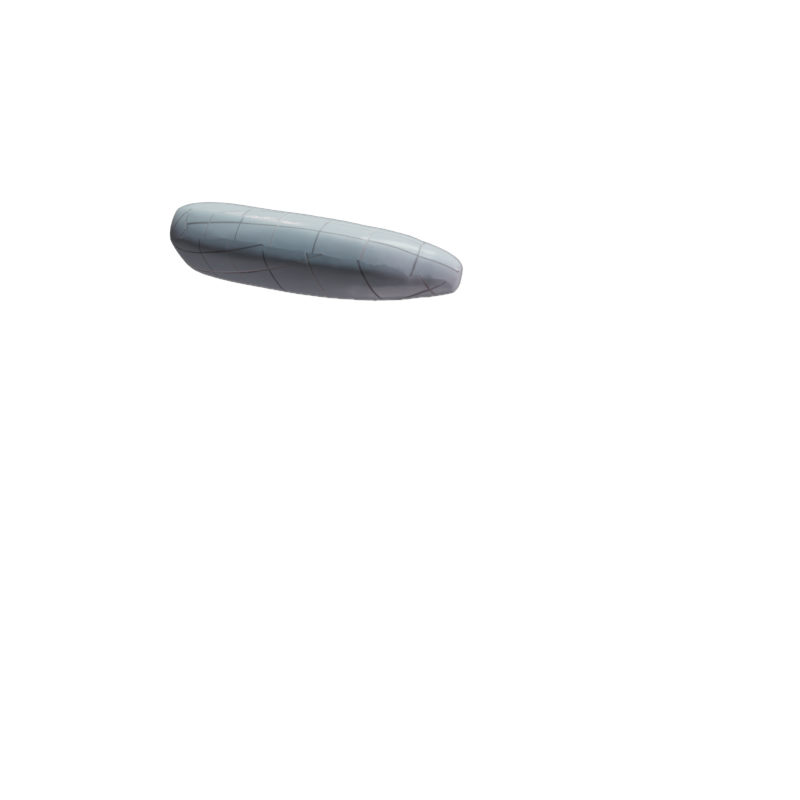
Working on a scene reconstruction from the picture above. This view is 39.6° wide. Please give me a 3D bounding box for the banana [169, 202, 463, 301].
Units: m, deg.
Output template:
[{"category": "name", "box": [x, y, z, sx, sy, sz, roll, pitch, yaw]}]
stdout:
[{"category": "banana", "box": [-0.059, -0.076, 0.537, 0.068, 0.036, 0.209, -11, 19, -37]}]
